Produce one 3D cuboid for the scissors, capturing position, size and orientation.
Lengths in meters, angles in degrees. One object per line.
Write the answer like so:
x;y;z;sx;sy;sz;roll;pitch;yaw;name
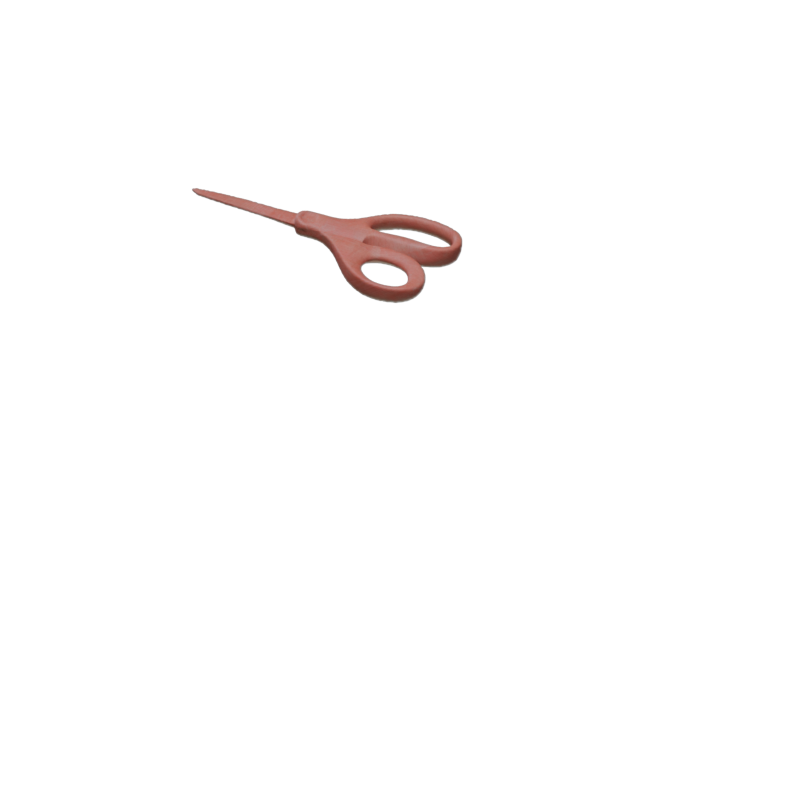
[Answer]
-0.060;-0.109;0.765;0.205;0.015;0.101;8;41;9;scissors
